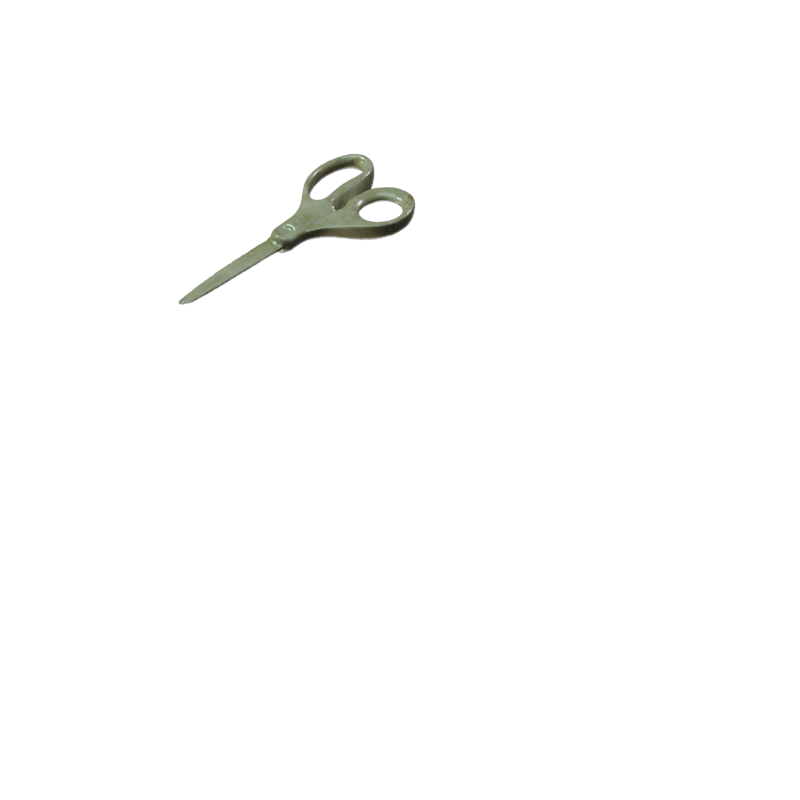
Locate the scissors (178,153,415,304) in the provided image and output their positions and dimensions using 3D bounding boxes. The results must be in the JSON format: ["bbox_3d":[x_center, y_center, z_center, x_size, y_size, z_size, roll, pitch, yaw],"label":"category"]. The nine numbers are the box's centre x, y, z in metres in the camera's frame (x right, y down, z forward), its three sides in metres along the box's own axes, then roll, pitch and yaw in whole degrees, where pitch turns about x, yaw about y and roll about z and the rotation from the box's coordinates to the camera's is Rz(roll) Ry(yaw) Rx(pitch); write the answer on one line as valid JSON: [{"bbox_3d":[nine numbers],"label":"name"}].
[{"bbox_3d":[-0.063,-0.114,0.799,0.100,0.015,0.208,21,50,19],"label":"scissors"}]
